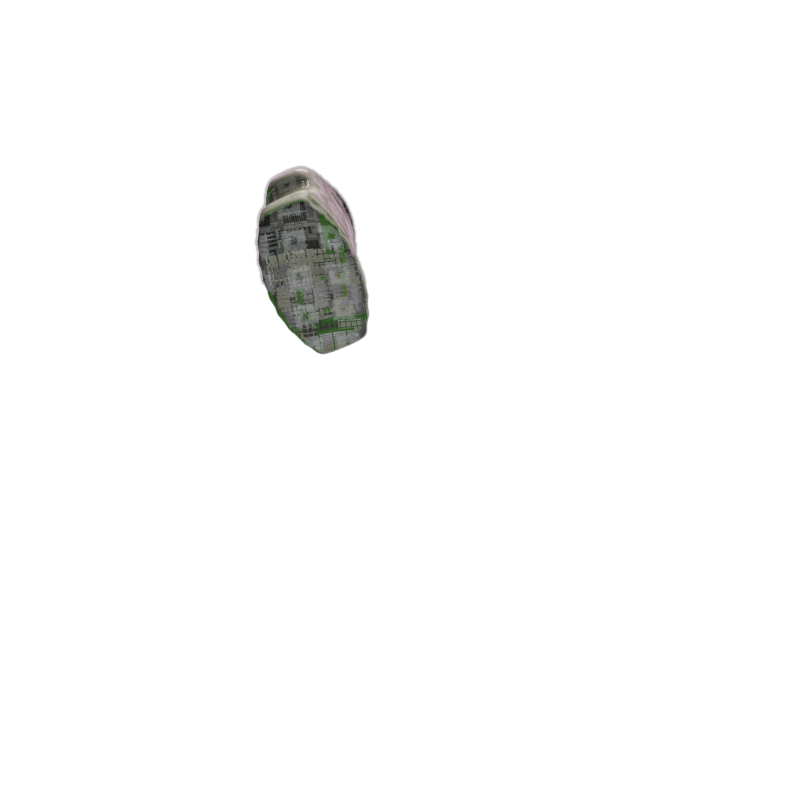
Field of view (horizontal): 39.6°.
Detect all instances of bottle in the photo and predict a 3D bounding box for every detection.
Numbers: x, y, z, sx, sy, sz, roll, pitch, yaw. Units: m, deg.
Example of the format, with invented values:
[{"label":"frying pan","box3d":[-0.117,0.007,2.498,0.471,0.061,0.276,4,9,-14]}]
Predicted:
[{"label":"bottle","box3d":[-0.059,-0.106,0.744,0.058,0.092,0.200,-25,20,6]}]
